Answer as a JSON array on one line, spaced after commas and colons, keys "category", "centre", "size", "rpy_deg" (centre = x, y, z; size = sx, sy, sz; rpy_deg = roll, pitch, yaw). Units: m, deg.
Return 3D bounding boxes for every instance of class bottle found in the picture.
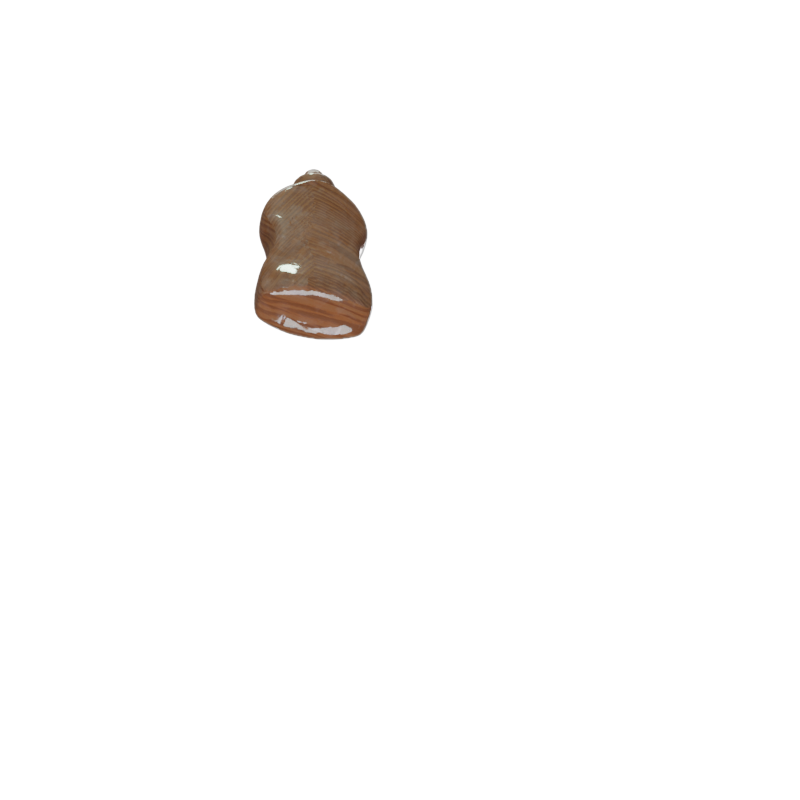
[{"category": "bottle", "centre": [-0.076, -0.140, 0.977], "size": [0.094, 0.055, 0.206], "rpy_deg": [7, 43, -11]}]
